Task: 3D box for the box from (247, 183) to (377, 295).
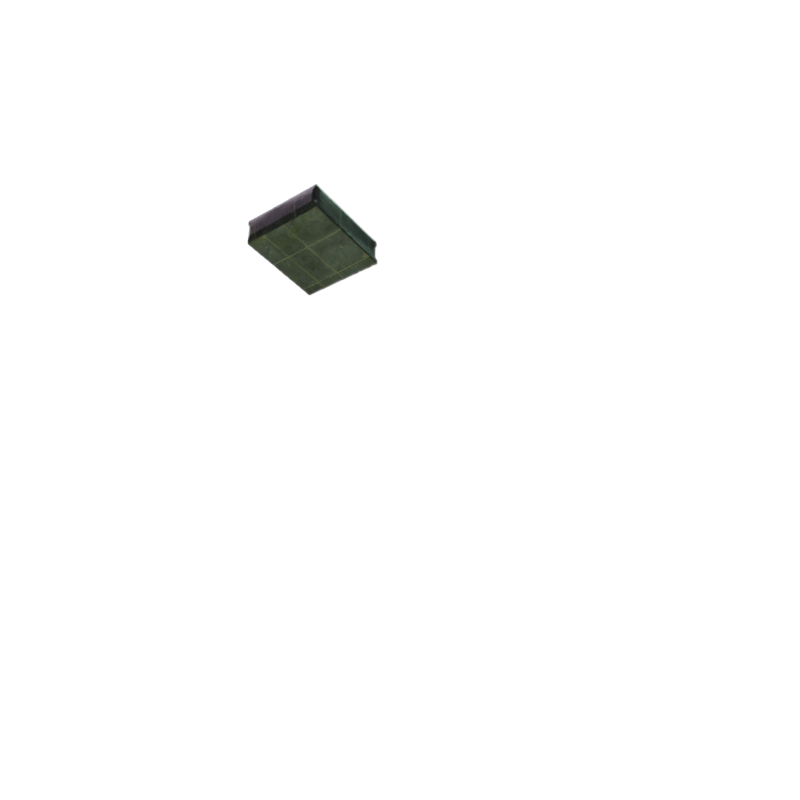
[{"bbox_3d":[-0.073,-0.133,0.934,0.073,0.032,0.083,-25,-44,27],"label":"box"}]
